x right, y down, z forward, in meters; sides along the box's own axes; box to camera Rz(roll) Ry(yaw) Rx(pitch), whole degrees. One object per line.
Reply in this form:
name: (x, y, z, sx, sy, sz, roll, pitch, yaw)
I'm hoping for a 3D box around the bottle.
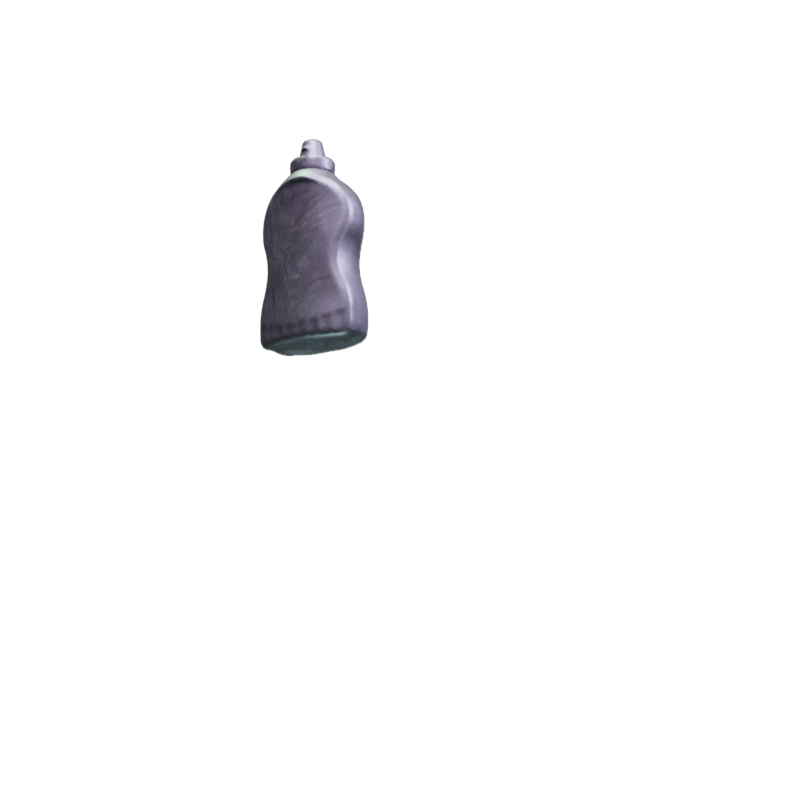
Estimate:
bottle: (-0.077, -0.140, 0.979, 0.098, 0.200, 0.055, -13, -22, 32)
